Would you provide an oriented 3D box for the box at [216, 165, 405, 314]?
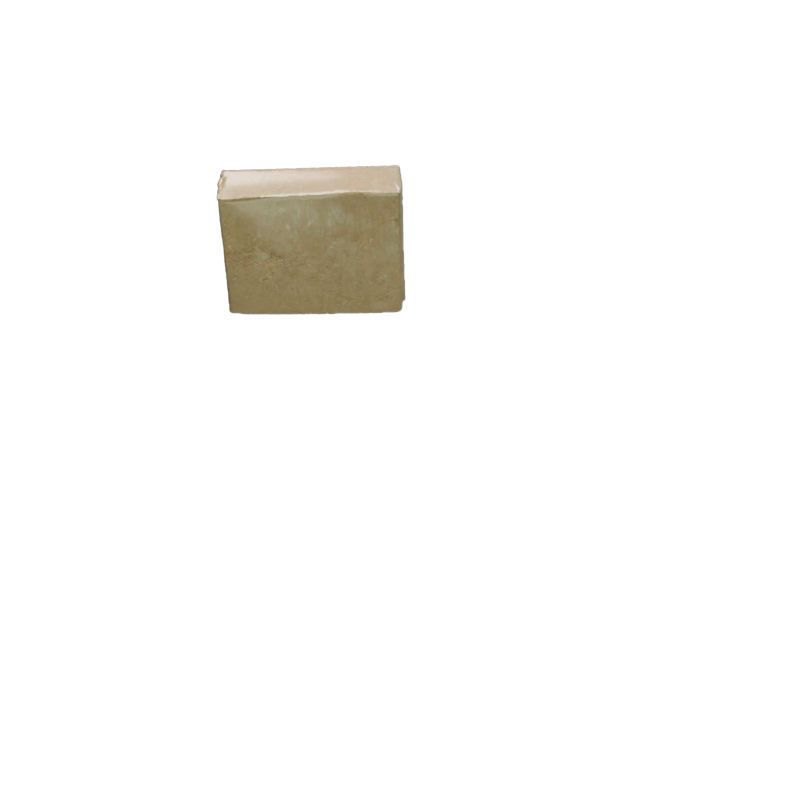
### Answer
[{"bbox_3d":[-0.054,-0.098,0.690,0.113,0.084,0.041,-2,35,1],"label":"box"}]
